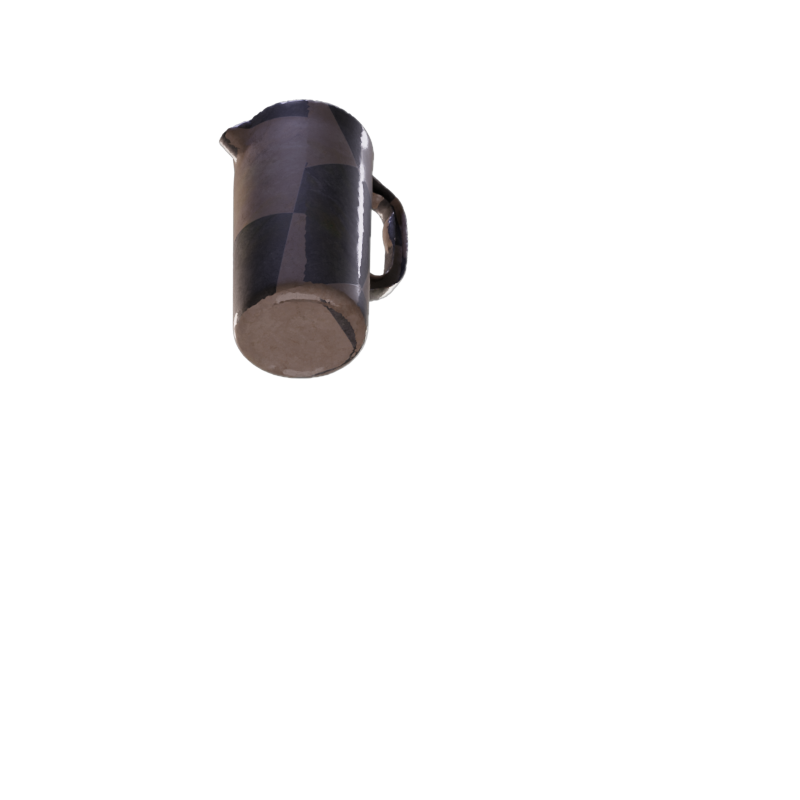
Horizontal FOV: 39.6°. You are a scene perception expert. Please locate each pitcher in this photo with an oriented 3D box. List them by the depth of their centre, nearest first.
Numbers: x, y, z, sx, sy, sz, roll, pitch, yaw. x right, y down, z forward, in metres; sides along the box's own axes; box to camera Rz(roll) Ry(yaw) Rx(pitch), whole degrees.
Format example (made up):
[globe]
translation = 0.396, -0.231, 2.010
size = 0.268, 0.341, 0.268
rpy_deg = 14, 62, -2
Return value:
[pitcher]
translation = -0.075, -0.137, 0.963
size = 0.150, 0.261, 0.134
rpy_deg = -12, -44, 9
